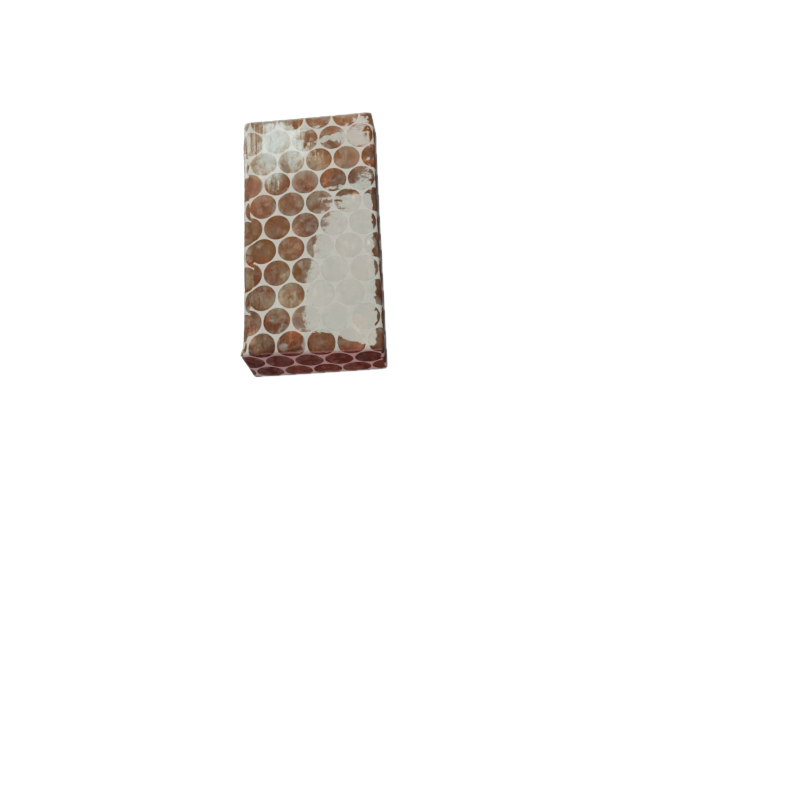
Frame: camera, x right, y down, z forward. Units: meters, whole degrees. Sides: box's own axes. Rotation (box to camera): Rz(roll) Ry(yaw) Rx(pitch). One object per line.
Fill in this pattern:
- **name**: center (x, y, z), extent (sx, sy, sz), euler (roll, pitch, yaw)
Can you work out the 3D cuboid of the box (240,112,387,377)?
- **box**: center (-0.059, -0.108, 0.754), extent (0.094, 0.187, 0.045), euler (-4, -26, 6)
